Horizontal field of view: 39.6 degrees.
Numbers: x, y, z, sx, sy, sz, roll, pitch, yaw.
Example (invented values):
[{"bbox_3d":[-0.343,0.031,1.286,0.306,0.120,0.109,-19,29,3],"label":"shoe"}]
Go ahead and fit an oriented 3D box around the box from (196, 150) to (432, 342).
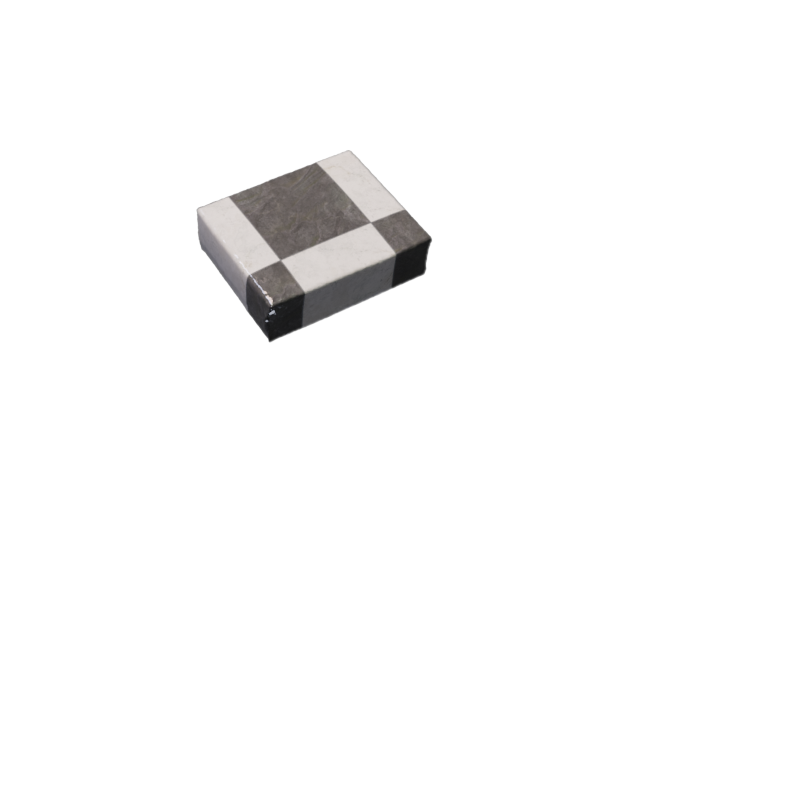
[{"bbox_3d":[-0.052,-0.095,0.665,0.113,0.097,0.036,-27,-35,-21],"label":"box"}]
